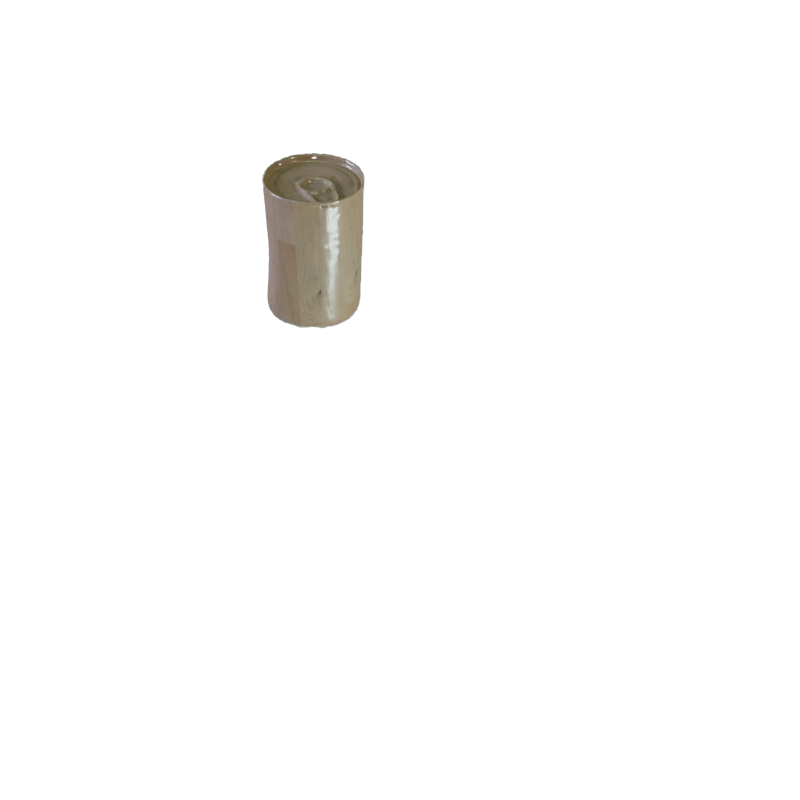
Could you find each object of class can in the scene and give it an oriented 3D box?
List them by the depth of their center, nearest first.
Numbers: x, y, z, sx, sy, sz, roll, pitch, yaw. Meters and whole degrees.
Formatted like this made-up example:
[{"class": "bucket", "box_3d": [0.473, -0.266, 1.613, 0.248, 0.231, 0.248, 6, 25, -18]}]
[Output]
[{"class": "can", "box_3d": [-0.060, -0.109, 0.760, 0.068, 0.096, 0.073, 0, 36, -3]}]
